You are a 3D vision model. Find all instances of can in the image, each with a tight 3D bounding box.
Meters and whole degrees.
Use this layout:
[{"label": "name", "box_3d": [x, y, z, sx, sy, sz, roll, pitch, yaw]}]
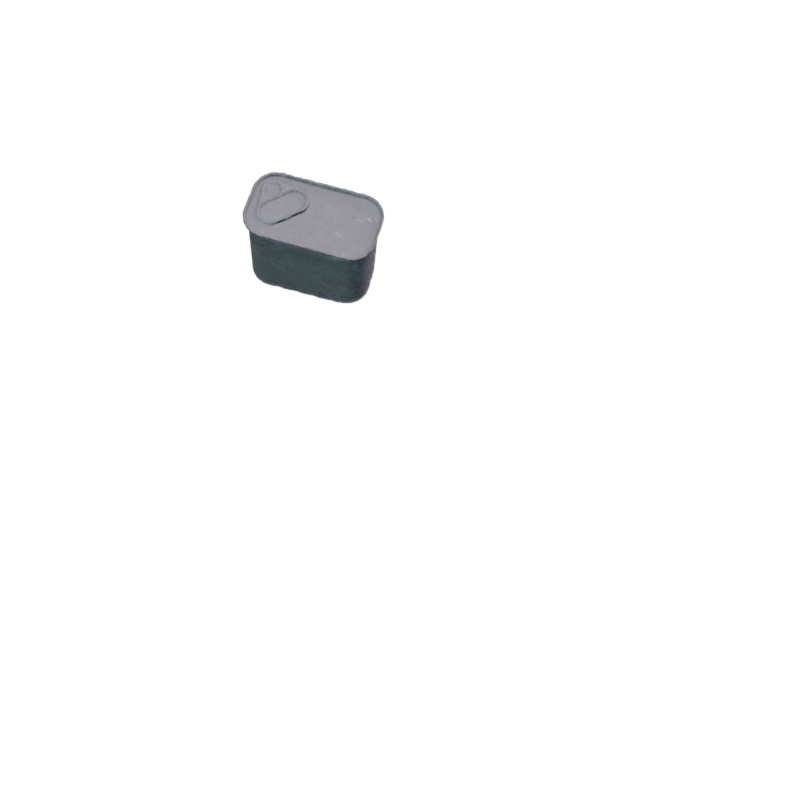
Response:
[{"label": "can", "box_3d": [-0.067, -0.122, 0.853, 0.103, 0.060, 0.079, 16, -24, 6]}]
